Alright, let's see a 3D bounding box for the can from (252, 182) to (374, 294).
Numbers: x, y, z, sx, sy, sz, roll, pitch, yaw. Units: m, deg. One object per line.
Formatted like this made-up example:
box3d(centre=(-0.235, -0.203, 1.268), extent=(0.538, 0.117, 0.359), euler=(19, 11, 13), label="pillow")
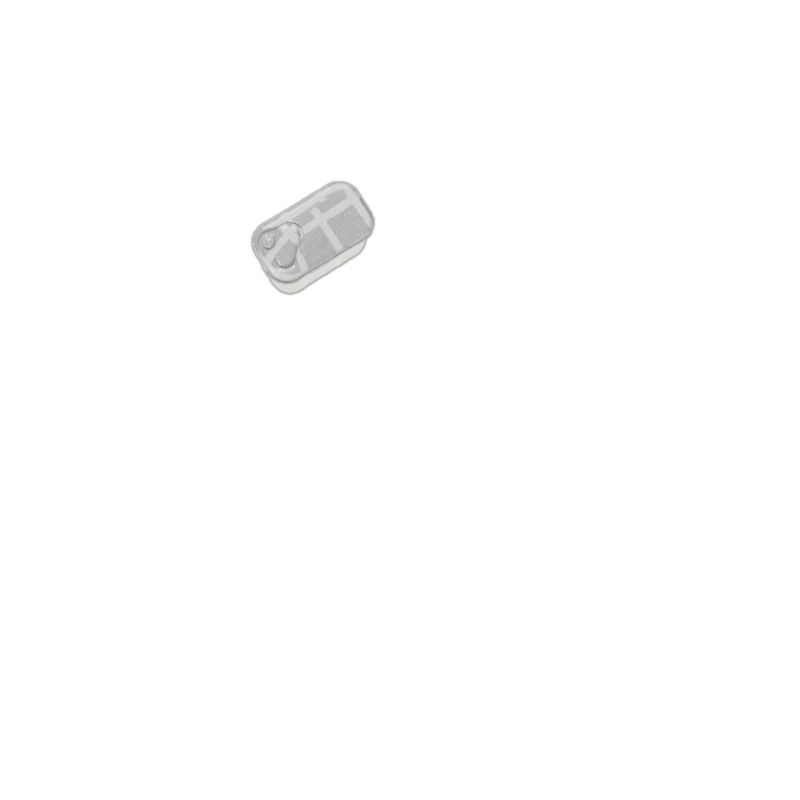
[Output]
box3d(centre=(-0.076, -0.138, 0.969), extent=(0.102, 0.059, 0.082), euler=(-32, -3, -5), label="can")
